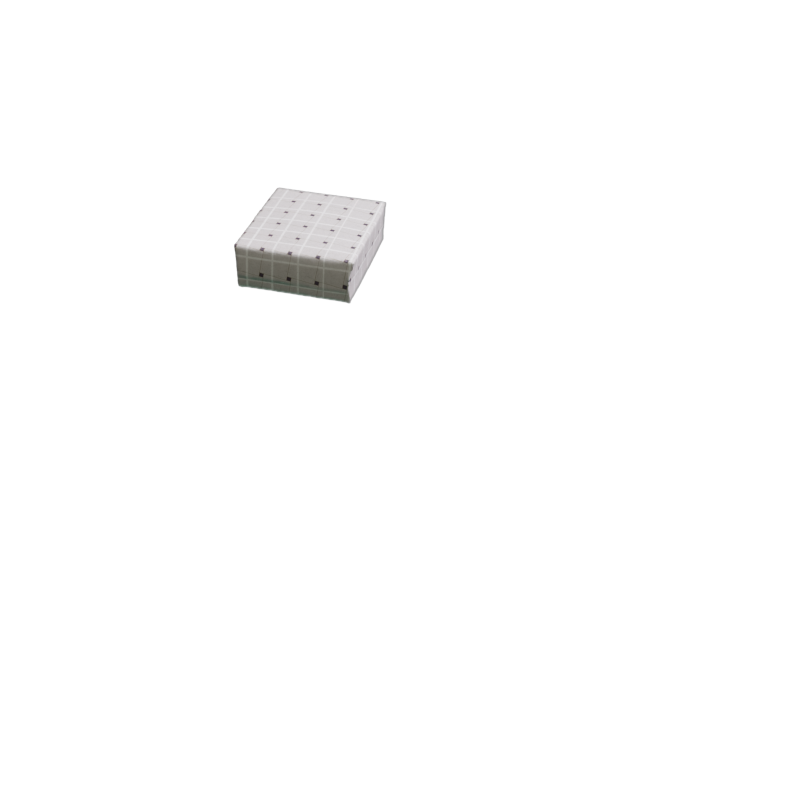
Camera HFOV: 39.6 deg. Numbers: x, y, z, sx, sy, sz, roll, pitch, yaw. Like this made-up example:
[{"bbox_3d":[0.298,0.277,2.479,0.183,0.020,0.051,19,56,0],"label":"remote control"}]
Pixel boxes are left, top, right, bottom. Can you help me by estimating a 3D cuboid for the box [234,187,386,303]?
[{"bbox_3d":[-0.066,-0.119,0.837,0.092,0.036,0.119,7,34,10],"label":"box"}]
